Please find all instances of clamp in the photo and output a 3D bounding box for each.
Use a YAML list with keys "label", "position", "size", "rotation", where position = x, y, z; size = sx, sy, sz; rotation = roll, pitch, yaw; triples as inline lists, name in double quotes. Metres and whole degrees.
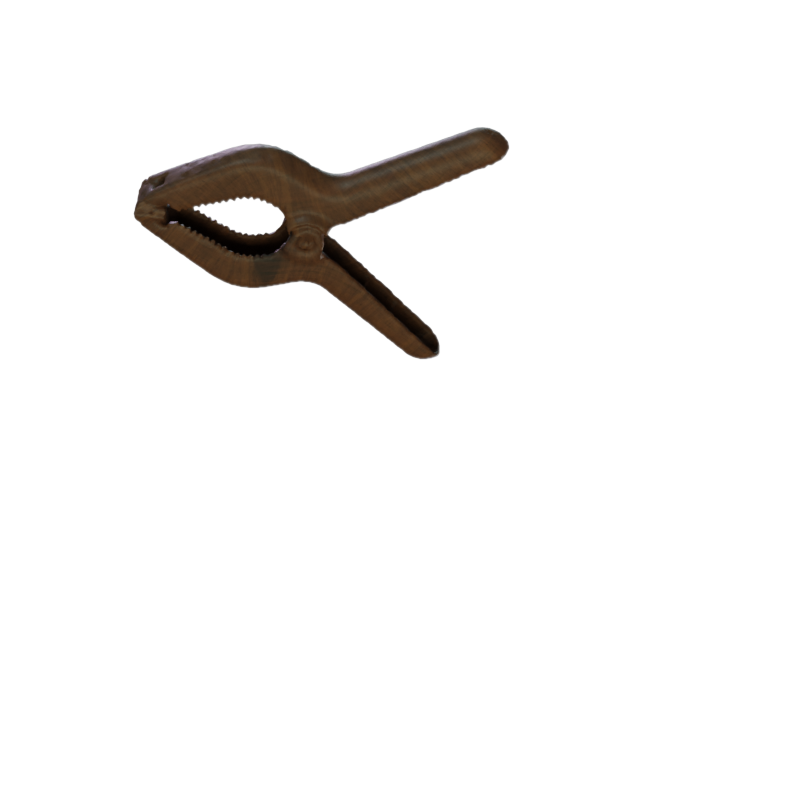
- label: "clamp"
  position: [-0.052, -0.095, 0.663]
  size: [0.209, 0.154, 0.039]
  rotation: [4, 36, -3]
